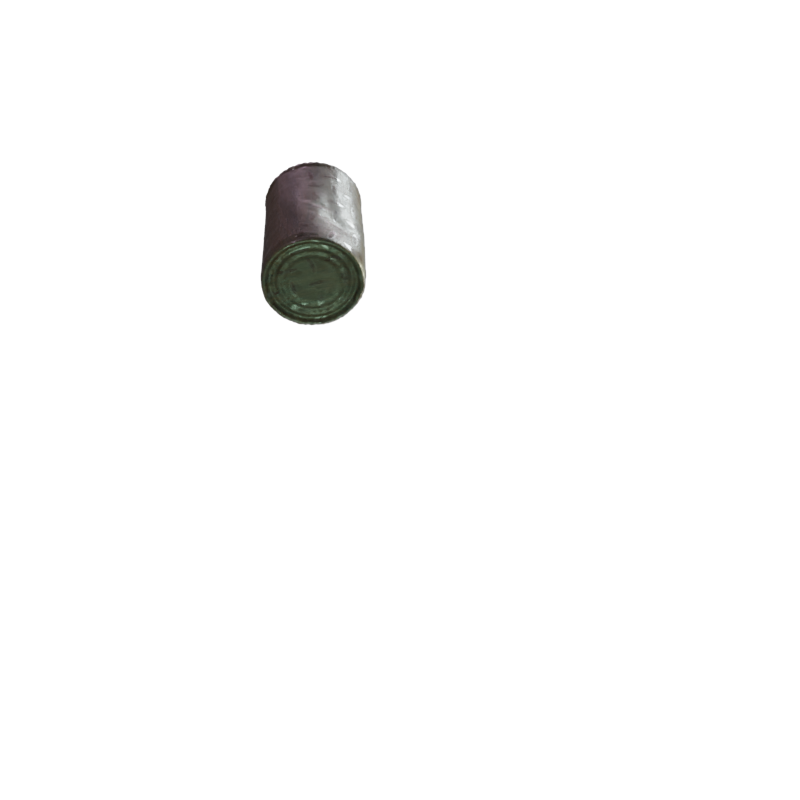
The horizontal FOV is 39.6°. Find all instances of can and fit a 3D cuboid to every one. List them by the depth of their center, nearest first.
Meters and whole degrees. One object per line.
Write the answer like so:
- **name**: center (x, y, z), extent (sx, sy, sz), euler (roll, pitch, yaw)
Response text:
- **can**: center (-0.058, -0.105, 0.738), extent (0.068, 0.064, 0.109), euler (-1, 36, -3)
